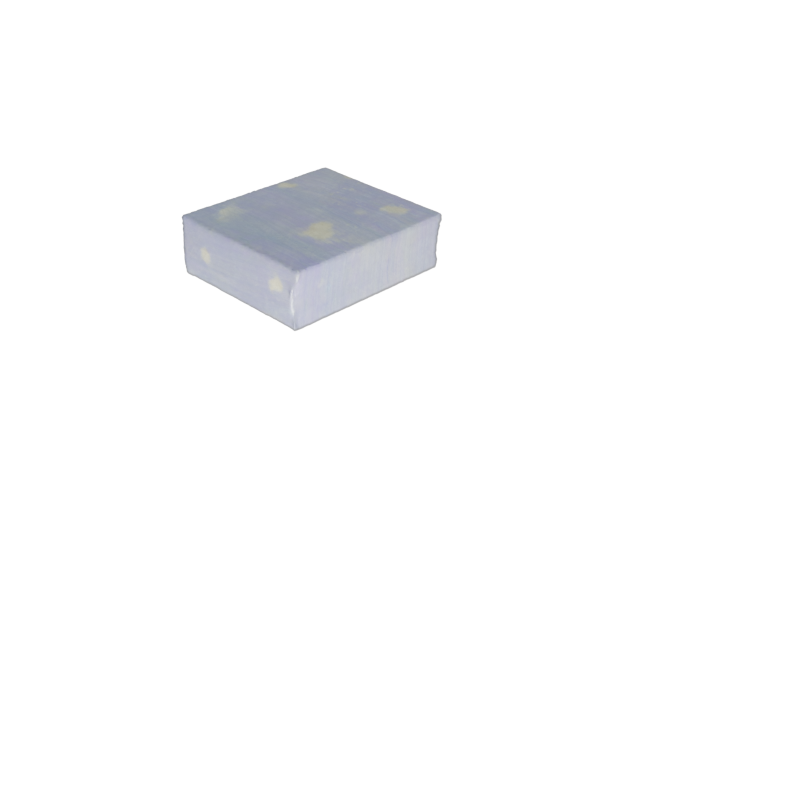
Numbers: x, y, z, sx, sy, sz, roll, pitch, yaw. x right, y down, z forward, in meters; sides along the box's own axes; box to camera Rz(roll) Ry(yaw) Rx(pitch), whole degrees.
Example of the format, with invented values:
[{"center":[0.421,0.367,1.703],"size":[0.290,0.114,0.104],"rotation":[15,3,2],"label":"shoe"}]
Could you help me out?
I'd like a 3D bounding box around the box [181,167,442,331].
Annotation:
[{"center":[-0.047,-0.086,0.600],"size":[0.096,0.037,0.113],"rotation":[26,40,35],"label":"box"}]
